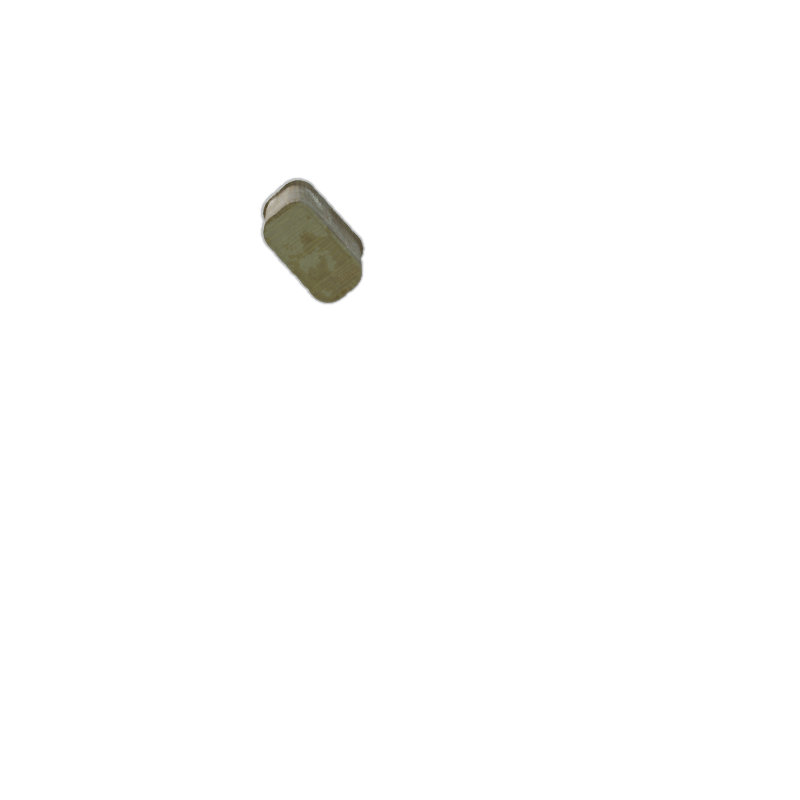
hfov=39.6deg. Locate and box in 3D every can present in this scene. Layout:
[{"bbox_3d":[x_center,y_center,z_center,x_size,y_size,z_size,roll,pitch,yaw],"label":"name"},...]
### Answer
[{"bbox_3d":[-0.078,-0.142,0.997,0.057,0.099,0.087,-40,15,11],"label":"can"}]
